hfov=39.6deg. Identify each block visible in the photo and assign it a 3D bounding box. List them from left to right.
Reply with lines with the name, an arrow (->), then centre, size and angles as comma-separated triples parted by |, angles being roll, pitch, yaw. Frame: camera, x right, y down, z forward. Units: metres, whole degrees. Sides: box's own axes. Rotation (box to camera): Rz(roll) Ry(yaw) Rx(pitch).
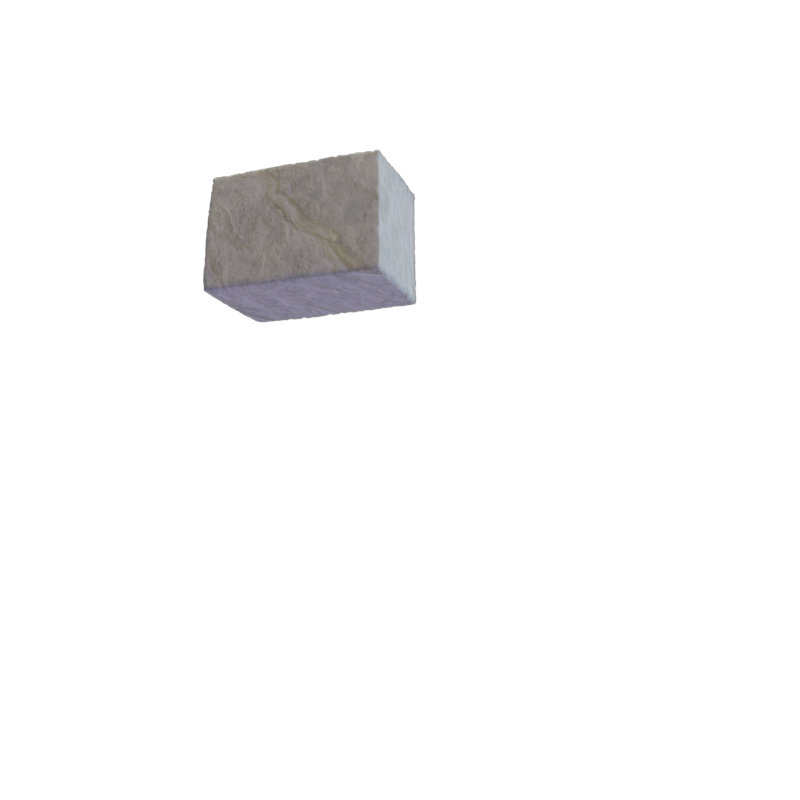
block -> -0.037, -0.067, 0.472 | 0.079, 0.054, 0.049 | -6, -18, 19
